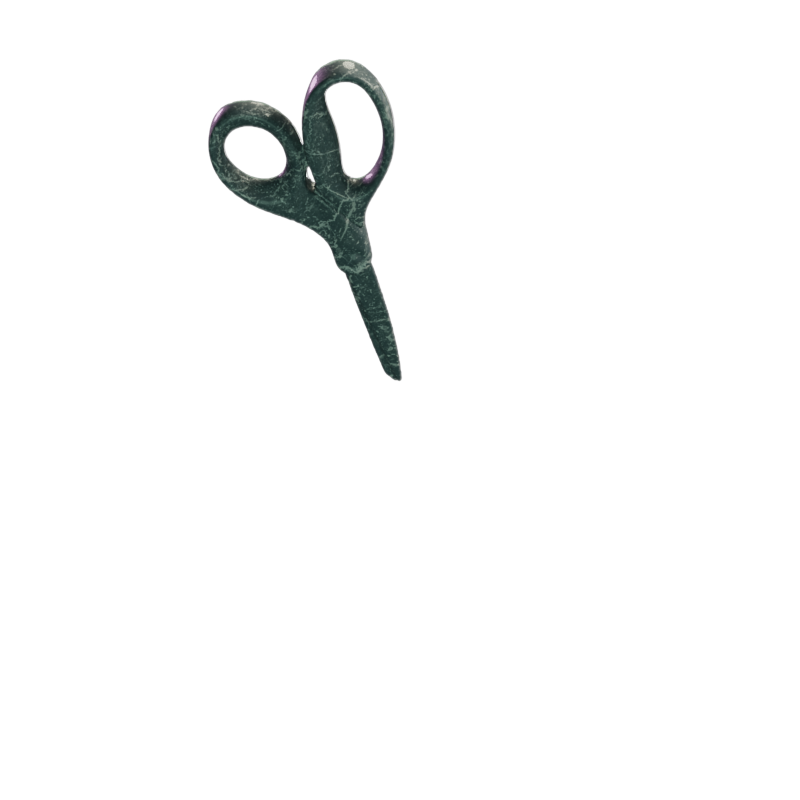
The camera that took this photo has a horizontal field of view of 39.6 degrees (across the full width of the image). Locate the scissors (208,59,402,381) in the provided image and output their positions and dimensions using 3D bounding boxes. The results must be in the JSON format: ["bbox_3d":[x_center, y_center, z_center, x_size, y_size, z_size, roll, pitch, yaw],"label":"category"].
[{"bbox_3d":[-0.043,-0.079,0.555,0.096,0.188,0.017,1,43,-1],"label":"scissors"}]
